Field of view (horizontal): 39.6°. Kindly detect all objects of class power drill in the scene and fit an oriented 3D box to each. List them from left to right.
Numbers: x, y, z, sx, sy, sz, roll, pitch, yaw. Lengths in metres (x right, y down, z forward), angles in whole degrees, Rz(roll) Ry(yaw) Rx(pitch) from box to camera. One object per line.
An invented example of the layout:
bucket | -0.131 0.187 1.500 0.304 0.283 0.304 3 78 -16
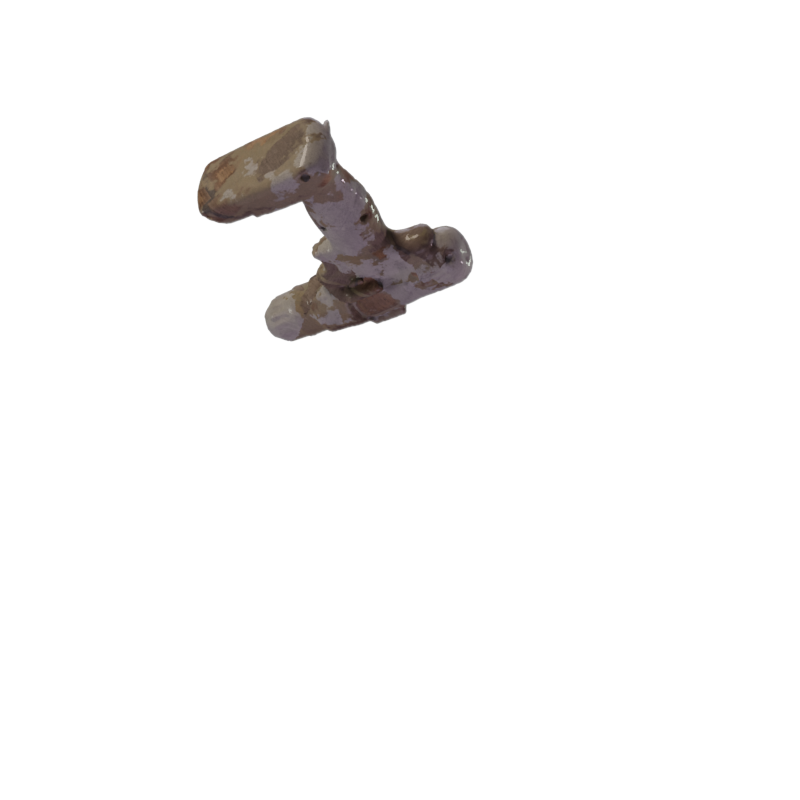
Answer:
power drill | -0.065 -0.118 0.830 0.186 0.061 0.174 -20 -39 27
